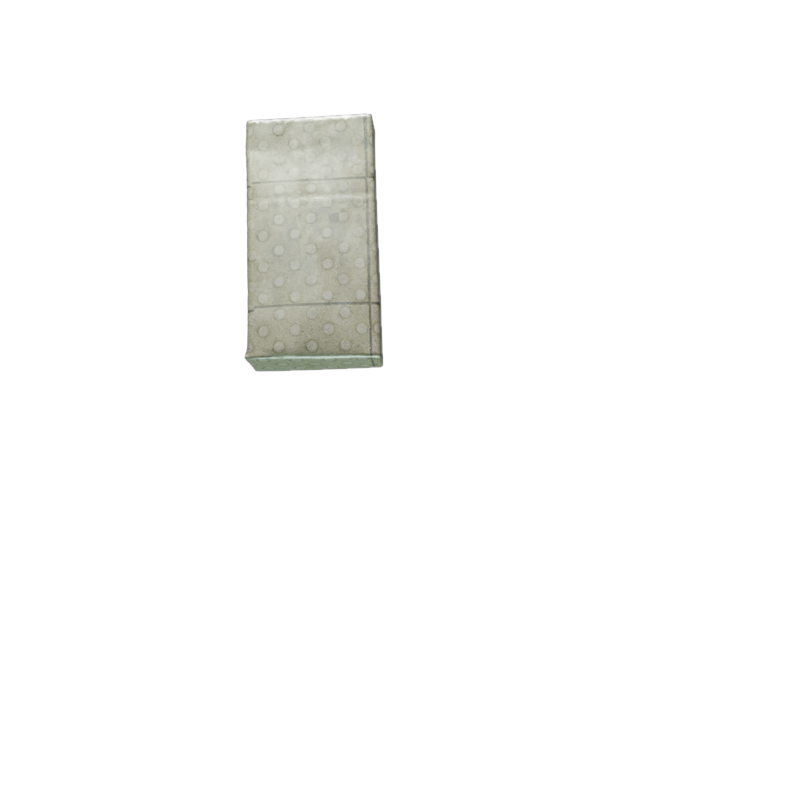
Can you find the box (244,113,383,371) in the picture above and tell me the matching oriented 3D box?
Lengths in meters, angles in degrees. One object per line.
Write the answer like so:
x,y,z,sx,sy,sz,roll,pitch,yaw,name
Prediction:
-0.061,-0.111,0.780,0.094,0.184,0.046,-2,-18,4,box
